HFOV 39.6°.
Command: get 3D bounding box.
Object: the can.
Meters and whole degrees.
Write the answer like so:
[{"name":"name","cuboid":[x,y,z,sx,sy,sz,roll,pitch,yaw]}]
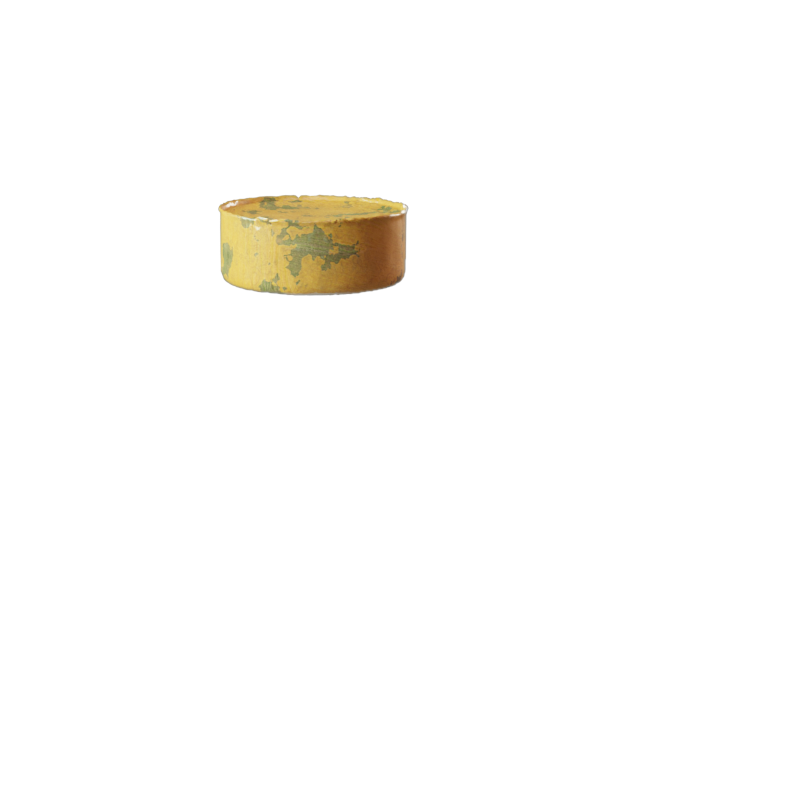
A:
[{"name":"can","cuboid":[-0.039,-0.072,0.504,0.086,0.033,0.089,0,16,-2]}]
